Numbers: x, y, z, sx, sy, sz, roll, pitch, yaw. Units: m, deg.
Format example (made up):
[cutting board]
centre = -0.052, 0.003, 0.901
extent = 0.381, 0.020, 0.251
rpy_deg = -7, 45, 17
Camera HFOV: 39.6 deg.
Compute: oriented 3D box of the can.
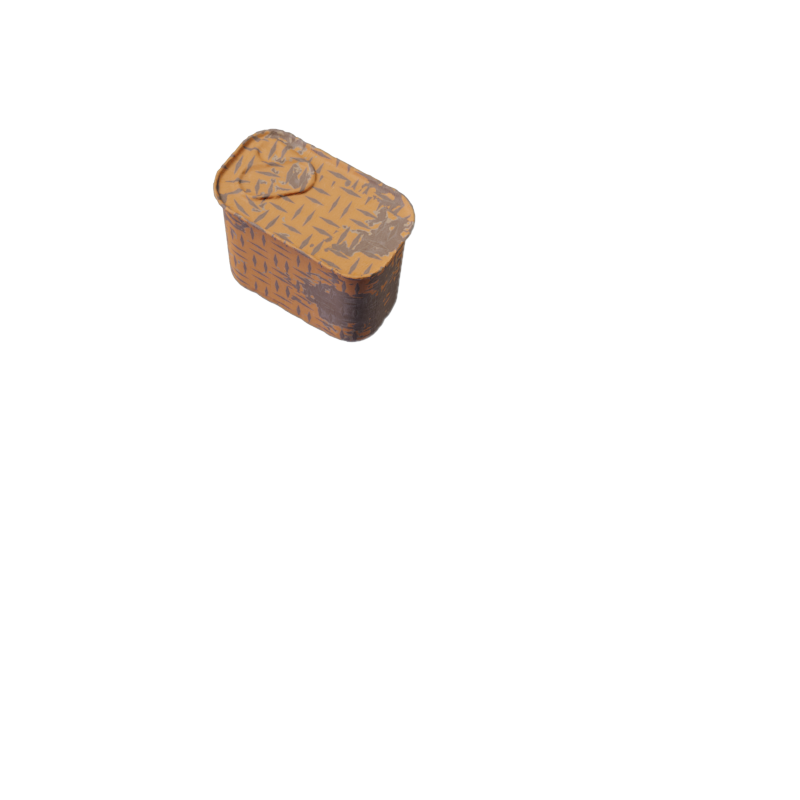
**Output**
[can]
centre = -0.046, -0.085, 0.592
extent = 0.105, 0.059, 0.079
rpy_deg = 31, -23, 13
